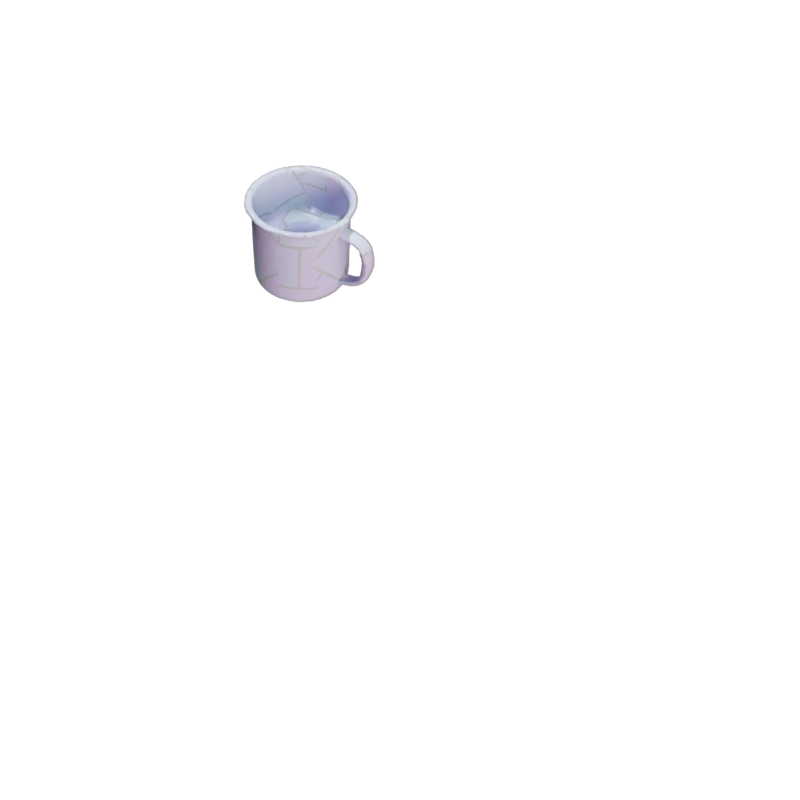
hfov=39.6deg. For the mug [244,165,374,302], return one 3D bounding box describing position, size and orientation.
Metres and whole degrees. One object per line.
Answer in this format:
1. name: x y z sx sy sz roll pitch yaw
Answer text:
1. mug: -0.072 -0.132 0.925 0.123 0.076 0.096 24 49 21
